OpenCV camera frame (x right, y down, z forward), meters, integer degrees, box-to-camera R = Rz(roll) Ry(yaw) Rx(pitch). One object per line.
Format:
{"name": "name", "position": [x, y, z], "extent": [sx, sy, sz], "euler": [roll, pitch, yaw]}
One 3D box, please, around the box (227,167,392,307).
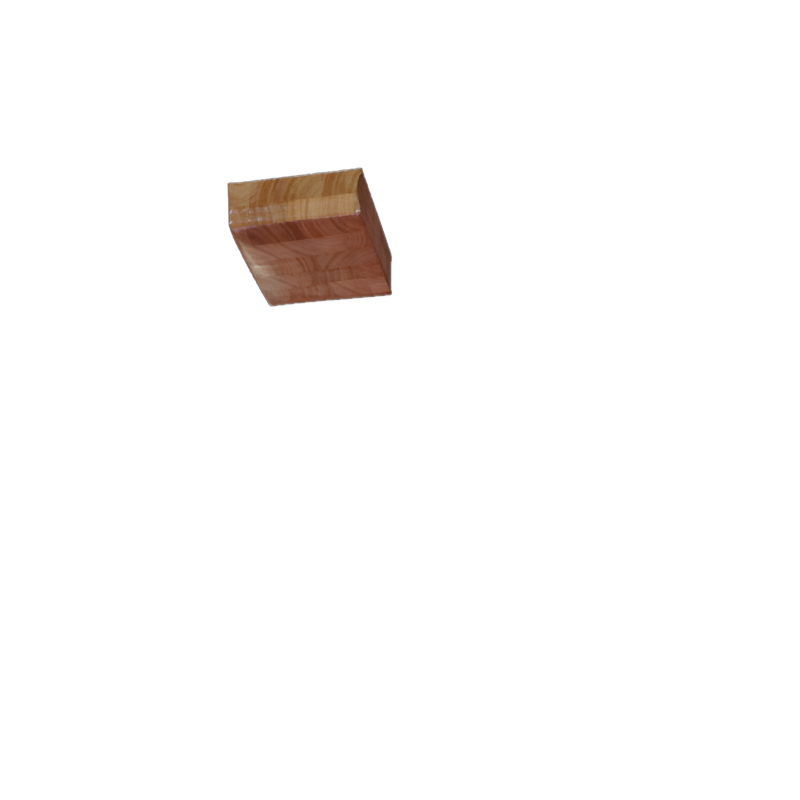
{"name": "box", "position": [-0.058, -0.105, 0.739], "extent": [0.091, 0.041, 0.106], "euler": [-5, -25, 10]}
